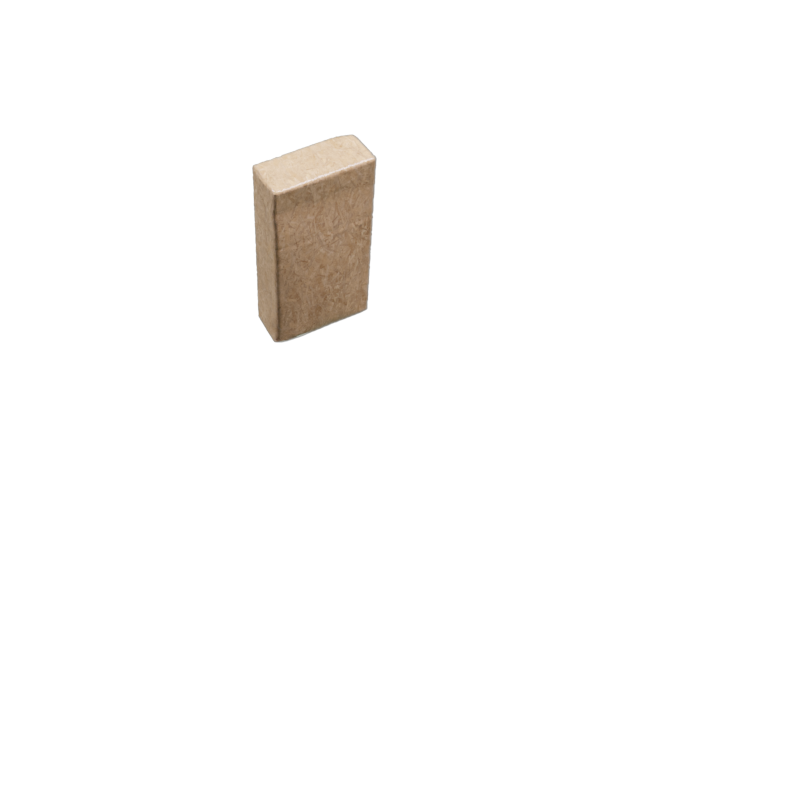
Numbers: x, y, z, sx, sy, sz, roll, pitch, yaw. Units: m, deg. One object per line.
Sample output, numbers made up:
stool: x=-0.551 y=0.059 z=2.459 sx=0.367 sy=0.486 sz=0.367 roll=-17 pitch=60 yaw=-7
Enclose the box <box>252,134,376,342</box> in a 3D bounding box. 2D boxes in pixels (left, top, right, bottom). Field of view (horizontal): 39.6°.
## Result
box: x=-0.072 y=-0.131 z=0.916 sx=0.093 sy=0.164 sz=0.052 roll=-22 pitch=51 yaw=-23
